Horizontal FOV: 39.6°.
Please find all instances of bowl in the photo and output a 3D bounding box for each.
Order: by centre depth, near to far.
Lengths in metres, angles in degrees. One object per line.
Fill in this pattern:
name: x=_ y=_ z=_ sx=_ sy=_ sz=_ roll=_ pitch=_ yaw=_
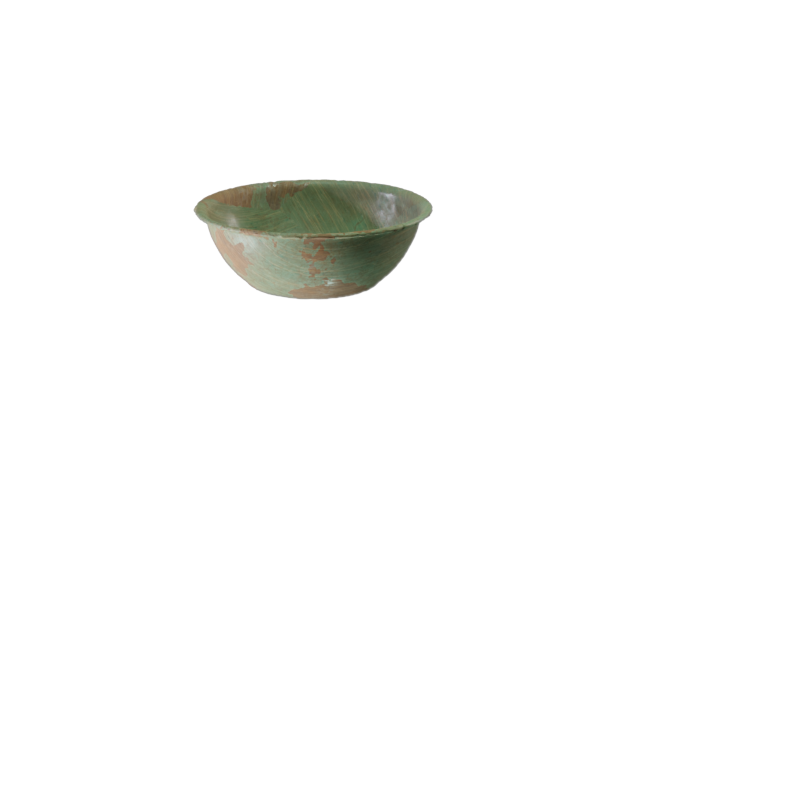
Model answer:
bowl: x=-0.060 y=-0.109 z=0.762 sx=0.162 sy=0.053 sz=0.169 roll=-1 pitch=22 yaw=-2
